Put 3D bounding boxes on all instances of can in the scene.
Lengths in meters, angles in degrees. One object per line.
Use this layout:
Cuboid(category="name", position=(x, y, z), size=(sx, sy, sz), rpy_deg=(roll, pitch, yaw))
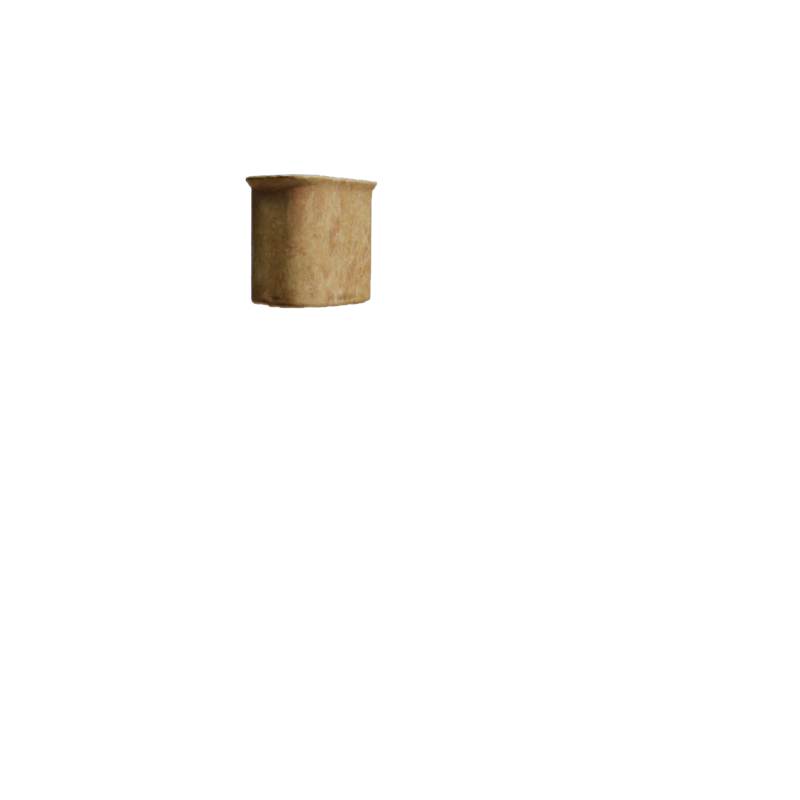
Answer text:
Cuboid(category="can", position=(-0.058, -0.105, 0.738), size=(0.059, 0.083, 0.099), rpy_deg=(1, 5, 28))
